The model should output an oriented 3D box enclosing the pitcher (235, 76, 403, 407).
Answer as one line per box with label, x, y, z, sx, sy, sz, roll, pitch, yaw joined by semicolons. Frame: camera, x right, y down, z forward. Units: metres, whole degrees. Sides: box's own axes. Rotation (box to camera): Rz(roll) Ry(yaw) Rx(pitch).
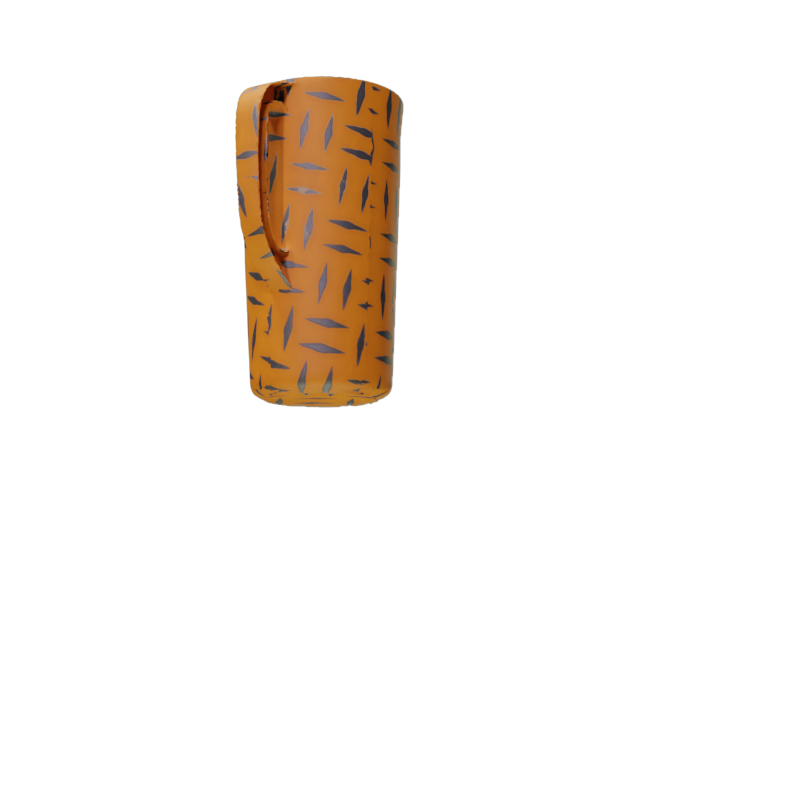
pitcher;-0.067;-0.123;0.858;0.146;0.252;0.144;3;-14;-17
